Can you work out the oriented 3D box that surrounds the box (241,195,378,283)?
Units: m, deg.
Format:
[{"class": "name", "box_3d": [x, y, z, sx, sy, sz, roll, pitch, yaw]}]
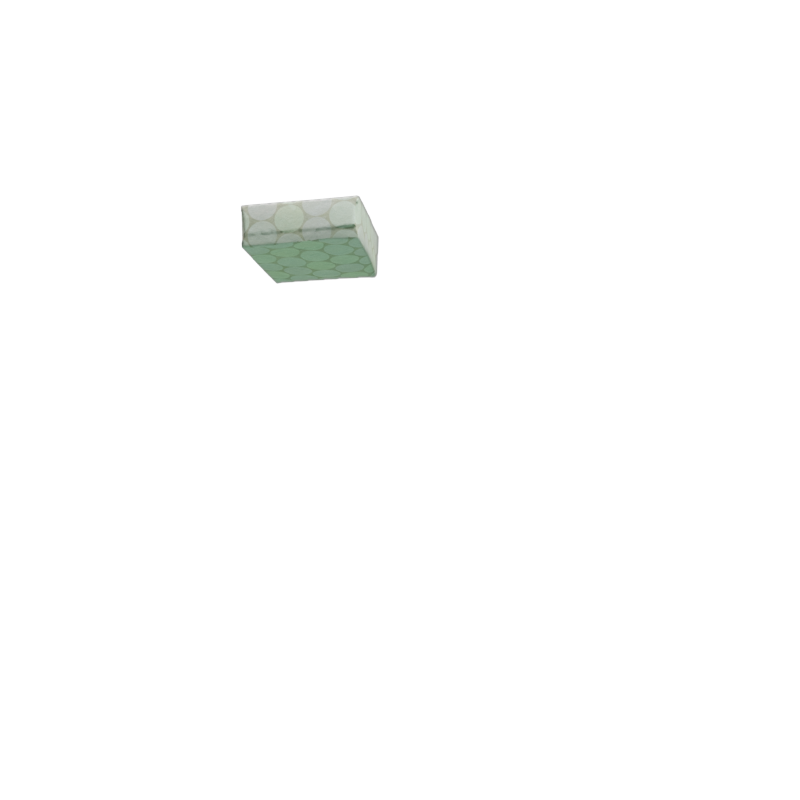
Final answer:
[{"class": "box", "box_3d": [-0.067, -0.123, 0.862, 0.091, 0.040, 0.108, -2, -12, 8]}]
